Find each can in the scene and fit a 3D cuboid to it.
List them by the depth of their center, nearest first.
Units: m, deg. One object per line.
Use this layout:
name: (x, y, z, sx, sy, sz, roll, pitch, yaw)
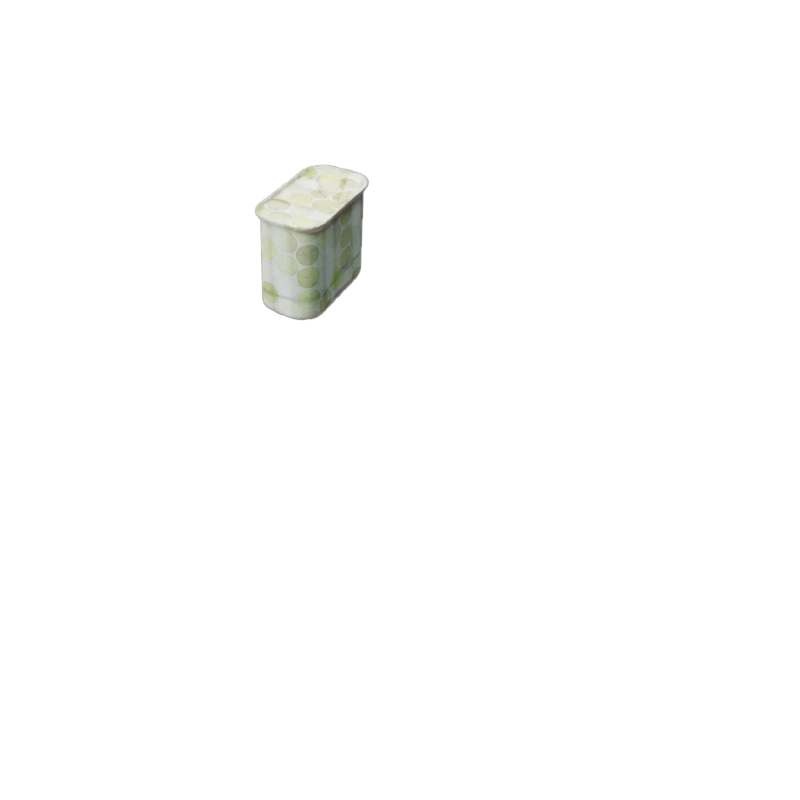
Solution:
can: (-0.067, -0.122, 0.857, 0.060, 0.079, 0.104, 16, 37, 20)
